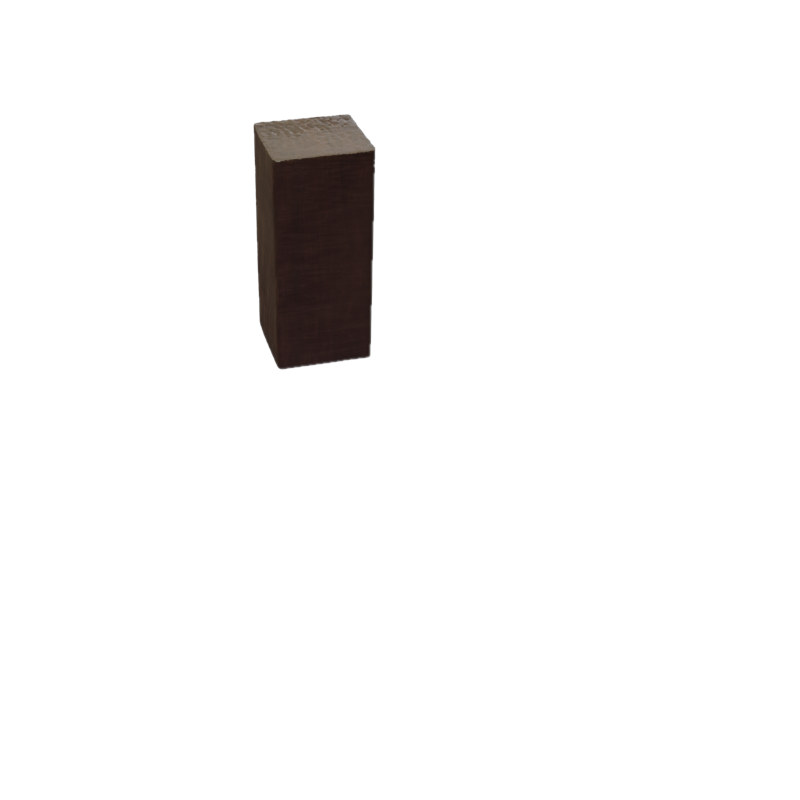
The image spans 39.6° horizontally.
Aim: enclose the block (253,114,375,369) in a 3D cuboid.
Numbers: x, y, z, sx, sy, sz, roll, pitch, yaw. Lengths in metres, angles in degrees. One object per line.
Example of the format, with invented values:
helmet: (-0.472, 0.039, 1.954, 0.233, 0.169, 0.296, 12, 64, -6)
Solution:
block: (-0.078, -0.142, 0.996, 0.089, 0.194, 0.097, -7, 31, -15)
